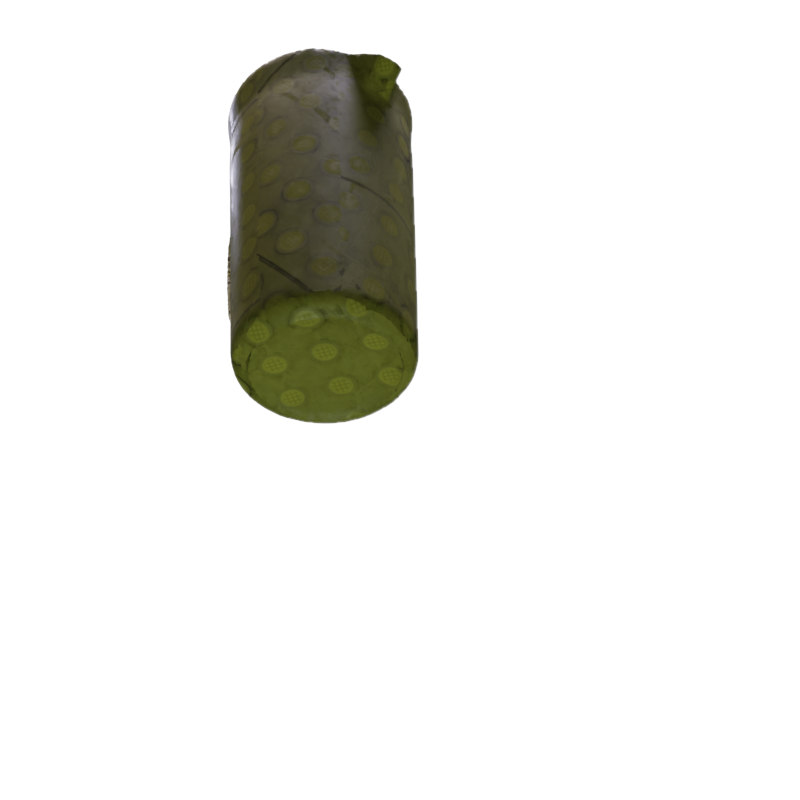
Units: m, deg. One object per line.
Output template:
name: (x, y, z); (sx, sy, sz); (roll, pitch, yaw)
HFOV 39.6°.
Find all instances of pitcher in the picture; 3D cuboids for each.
pitcher: (-0.056, -0.103, 0.722); (0.145, 0.261, 0.138); (-6, -44, 3)
